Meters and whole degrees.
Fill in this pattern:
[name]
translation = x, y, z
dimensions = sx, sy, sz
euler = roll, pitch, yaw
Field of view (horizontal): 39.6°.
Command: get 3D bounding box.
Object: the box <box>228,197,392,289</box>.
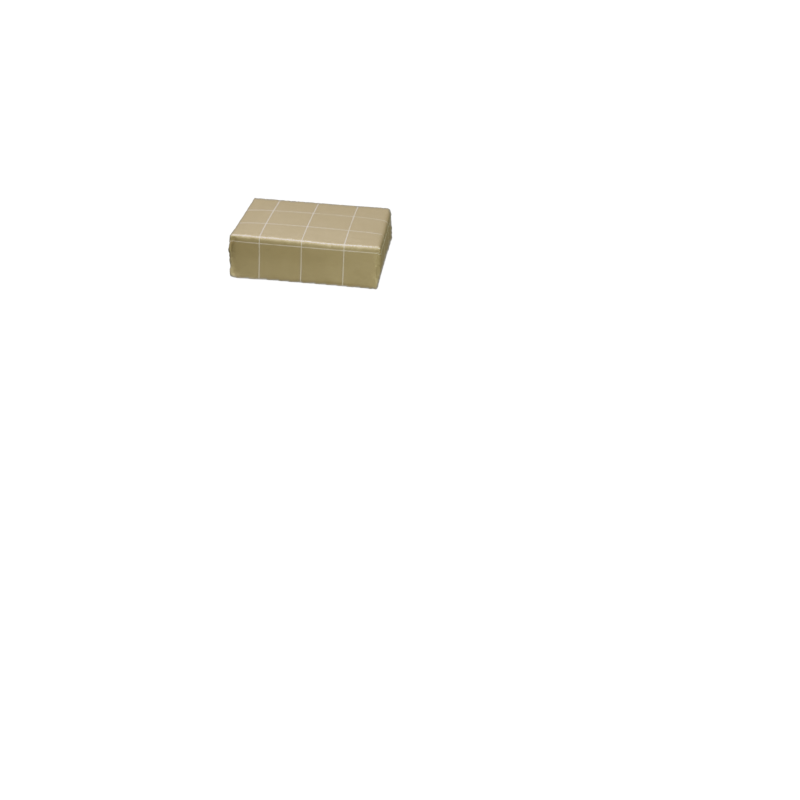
[box]
translation = -0.066, -0.120, 0.840
dimensions = 0.115, 0.037, 0.093
euler = 3, 25, 6
